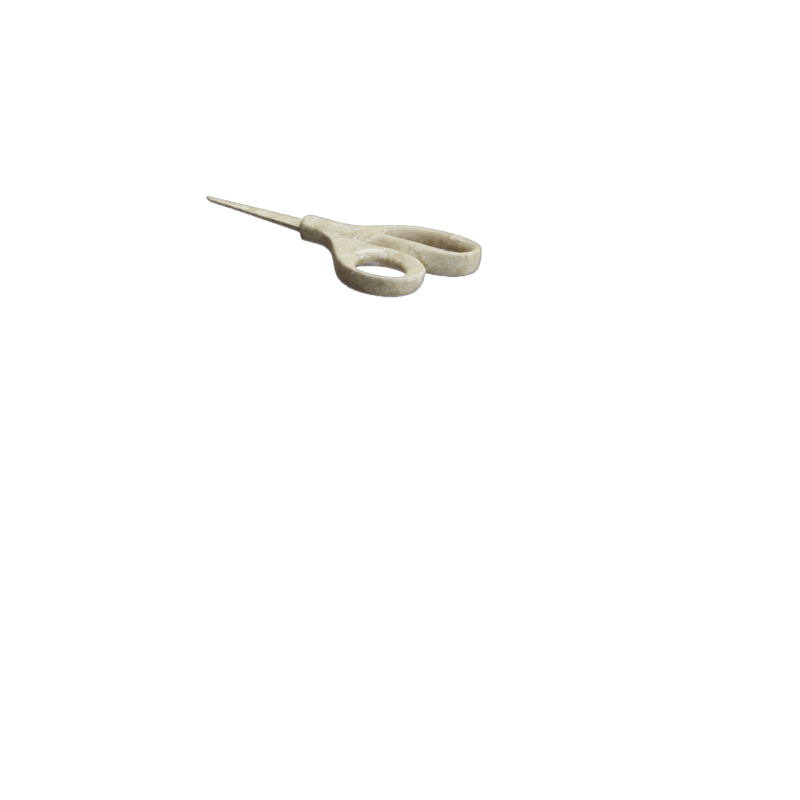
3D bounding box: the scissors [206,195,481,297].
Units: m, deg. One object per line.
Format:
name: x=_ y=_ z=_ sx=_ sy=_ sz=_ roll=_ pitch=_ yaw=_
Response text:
scissors: x=-0.053 y=-0.096 z=0.674 sx=0.209 sy=0.015 sz=0.098 roll=12 pitch=29 yaw=22
